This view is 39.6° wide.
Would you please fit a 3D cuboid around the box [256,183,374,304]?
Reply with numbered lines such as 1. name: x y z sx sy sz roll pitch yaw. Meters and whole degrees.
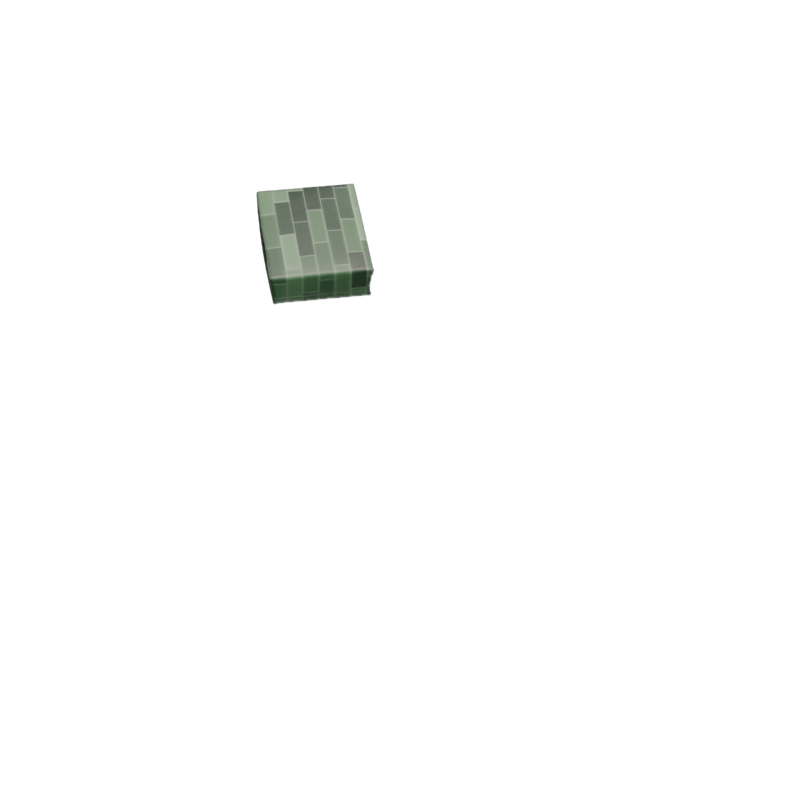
1. box: -0.077 -0.139 0.977 0.089 0.122 0.036 -7 -39 -6
